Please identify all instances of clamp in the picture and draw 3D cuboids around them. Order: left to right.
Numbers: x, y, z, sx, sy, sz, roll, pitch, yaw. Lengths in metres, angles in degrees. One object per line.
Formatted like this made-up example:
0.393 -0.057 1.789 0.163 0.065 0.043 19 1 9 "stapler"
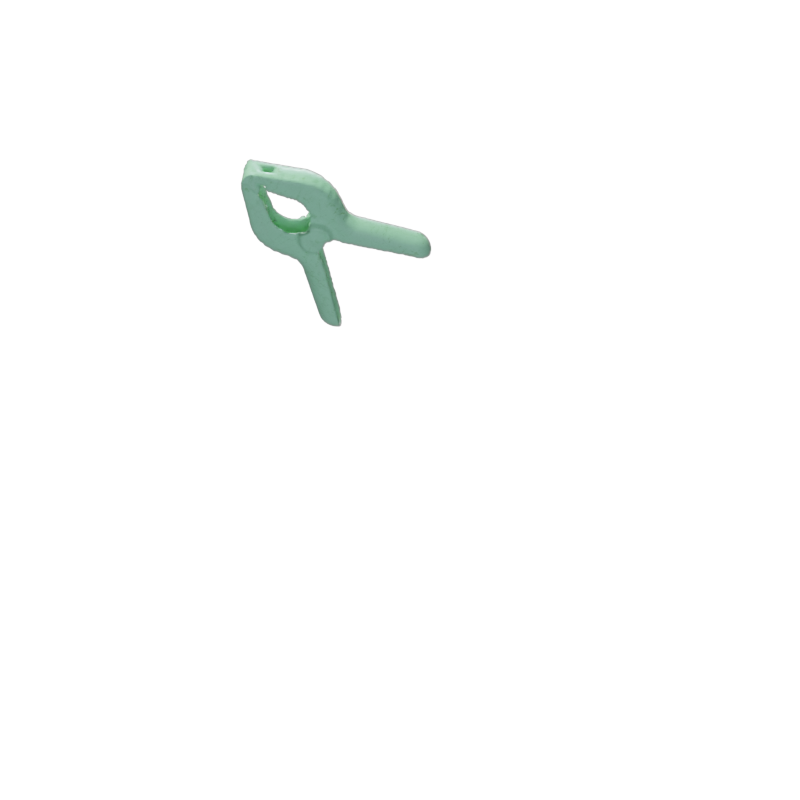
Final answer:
-0.073 -0.134 0.938 0.165 0.118 0.042 33 23 -16 "clamp"
